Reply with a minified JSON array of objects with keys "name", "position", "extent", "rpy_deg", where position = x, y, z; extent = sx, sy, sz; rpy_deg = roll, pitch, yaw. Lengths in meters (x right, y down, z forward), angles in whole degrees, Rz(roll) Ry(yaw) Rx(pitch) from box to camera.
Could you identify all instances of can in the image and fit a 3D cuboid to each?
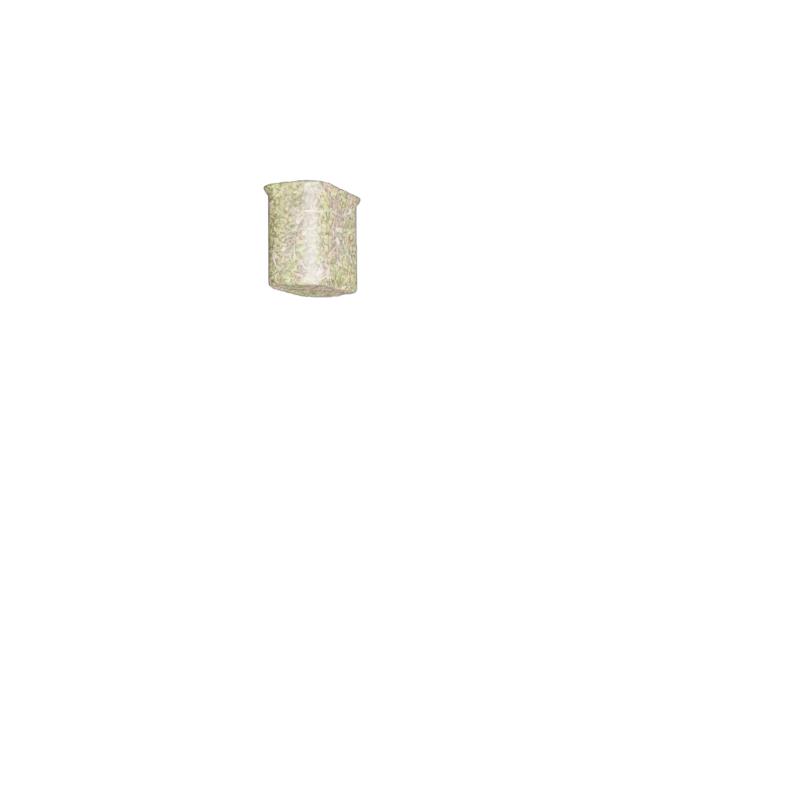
[{"name":"can","position":[-0.072,-0.132,0.924],"extent":[0.059,0.085,0.098],"rpy_deg":[-3,-5,21]}]
